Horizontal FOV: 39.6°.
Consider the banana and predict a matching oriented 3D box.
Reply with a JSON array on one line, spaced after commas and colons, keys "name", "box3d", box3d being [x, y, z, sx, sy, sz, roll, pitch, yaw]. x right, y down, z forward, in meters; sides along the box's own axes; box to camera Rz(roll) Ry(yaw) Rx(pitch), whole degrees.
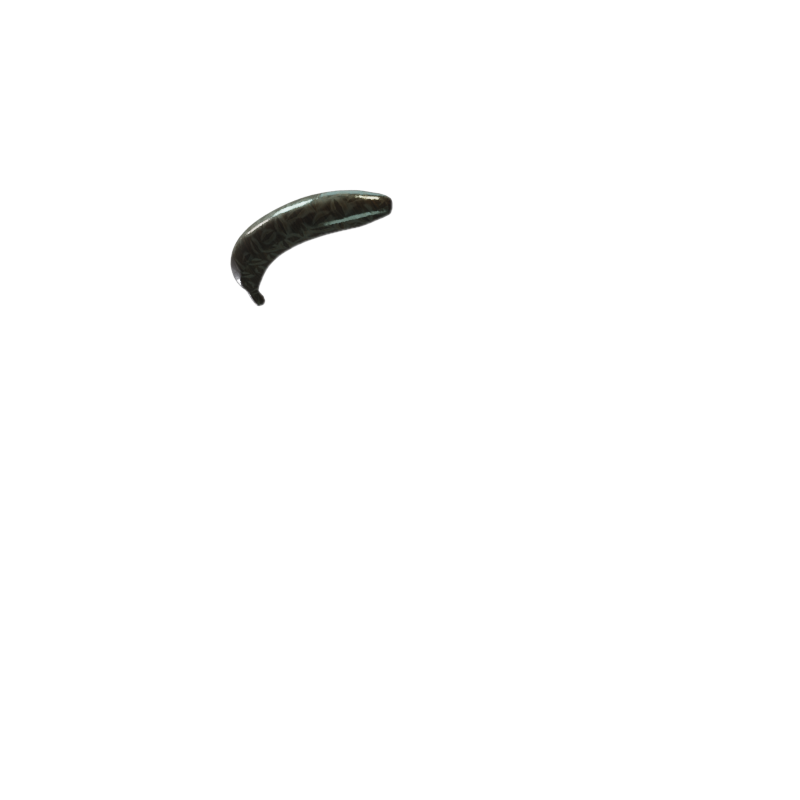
[{"name": "banana", "box3d": [-0.094, -0.144, 0.981, 0.066, 0.039, 0.197, 22, -34, -36]}]
